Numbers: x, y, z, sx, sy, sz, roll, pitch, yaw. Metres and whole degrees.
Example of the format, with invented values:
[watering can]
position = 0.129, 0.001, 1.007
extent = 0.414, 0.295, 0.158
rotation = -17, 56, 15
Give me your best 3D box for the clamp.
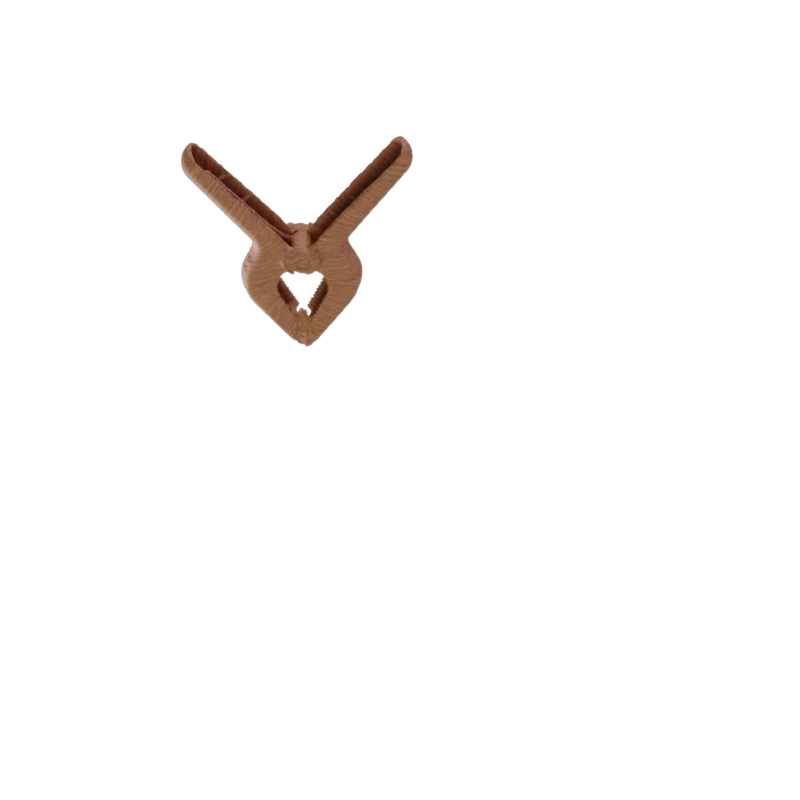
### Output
[clamp]
position = -0.066, -0.121, 0.849
extent = 0.165, 0.039, 0.194
rotation = -4, -42, 5
